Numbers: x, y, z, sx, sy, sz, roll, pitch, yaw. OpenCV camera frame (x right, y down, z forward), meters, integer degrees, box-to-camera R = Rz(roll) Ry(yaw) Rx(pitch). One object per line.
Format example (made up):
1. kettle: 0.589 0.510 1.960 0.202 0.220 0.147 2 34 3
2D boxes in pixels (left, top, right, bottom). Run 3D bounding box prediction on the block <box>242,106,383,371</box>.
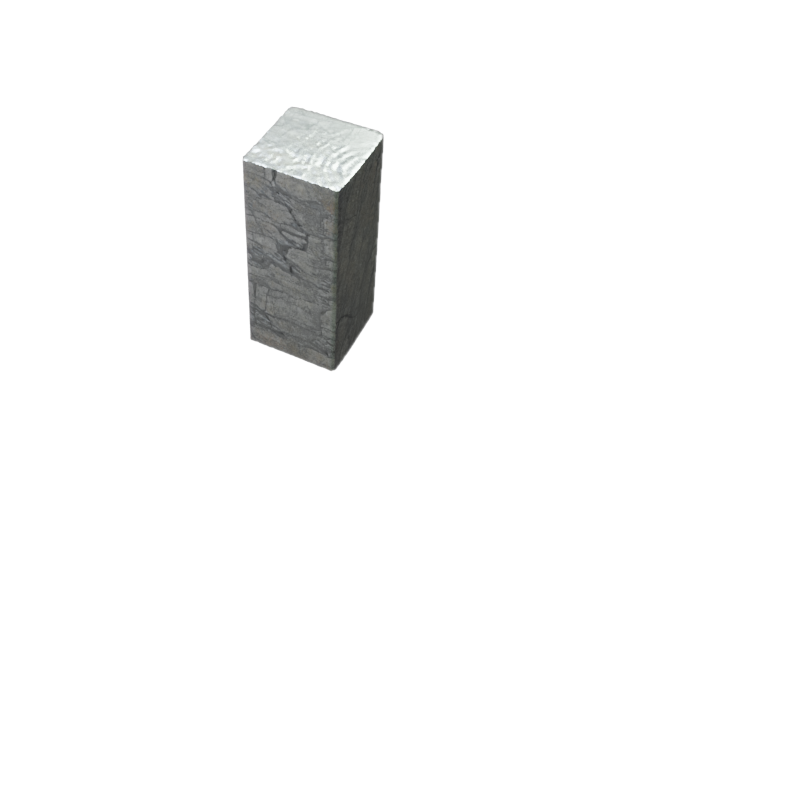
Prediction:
1. block: -0.075 -0.139 0.968 0.094 0.192 0.093 20 47 16
